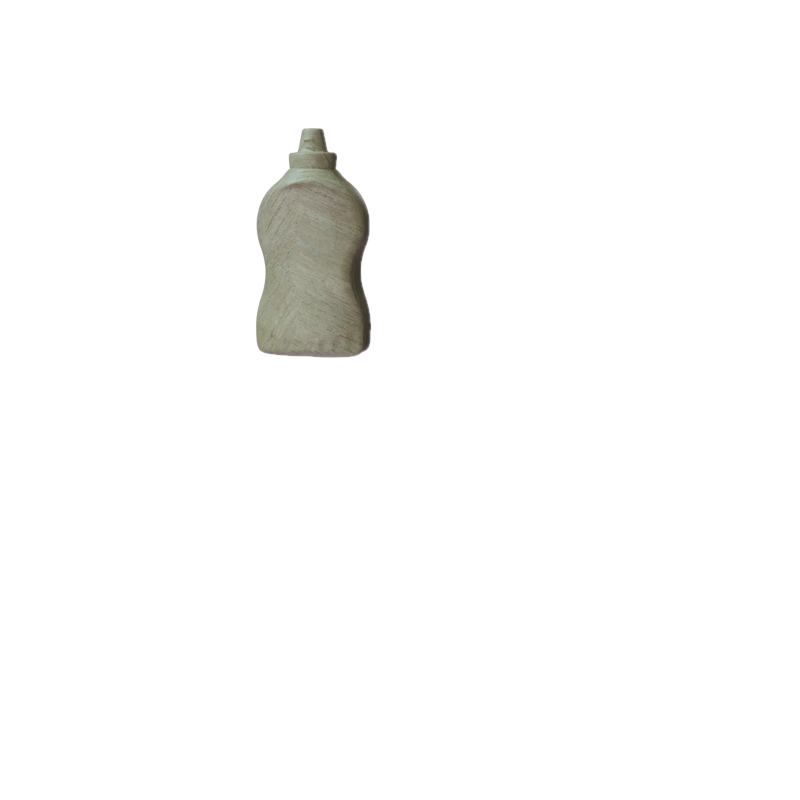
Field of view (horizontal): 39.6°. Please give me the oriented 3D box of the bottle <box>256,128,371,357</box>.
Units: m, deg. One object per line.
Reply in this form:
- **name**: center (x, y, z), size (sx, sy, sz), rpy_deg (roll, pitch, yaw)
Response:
- **bottle**: center (-0.074, -0.135, 0.944), size (0.098, 0.190, 0.057), rpy_deg (1, 3, 17)
